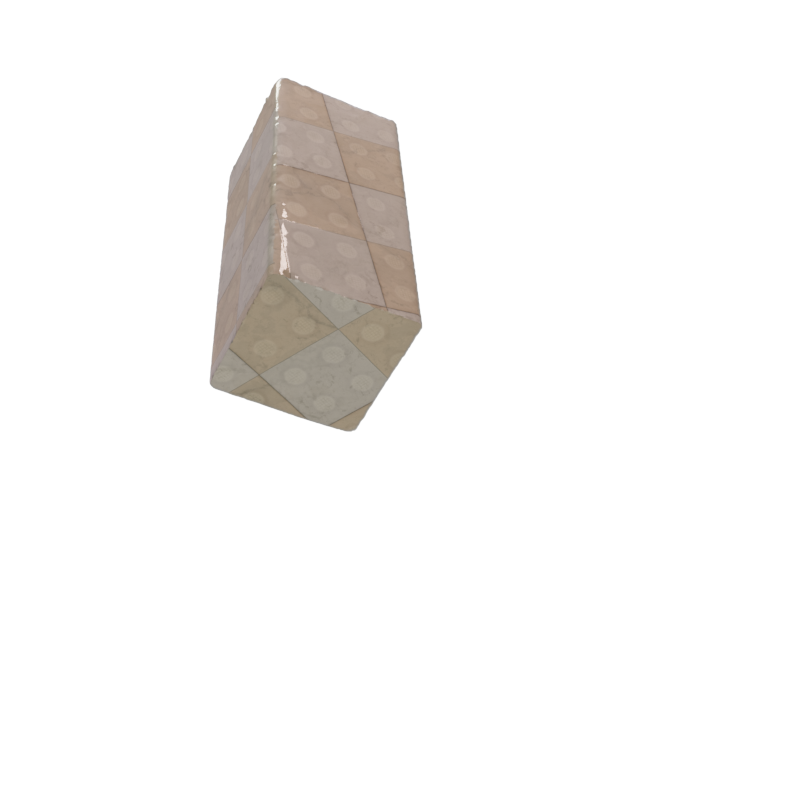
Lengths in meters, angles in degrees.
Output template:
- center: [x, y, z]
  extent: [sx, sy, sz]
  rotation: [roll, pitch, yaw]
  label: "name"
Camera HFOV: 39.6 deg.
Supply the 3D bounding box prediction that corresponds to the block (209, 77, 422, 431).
- center: [-0.053, -0.096, 0.670]
  extent: [0.087, 0.087, 0.221]
  rotation: [18, 38, -19]
  label: "block"
